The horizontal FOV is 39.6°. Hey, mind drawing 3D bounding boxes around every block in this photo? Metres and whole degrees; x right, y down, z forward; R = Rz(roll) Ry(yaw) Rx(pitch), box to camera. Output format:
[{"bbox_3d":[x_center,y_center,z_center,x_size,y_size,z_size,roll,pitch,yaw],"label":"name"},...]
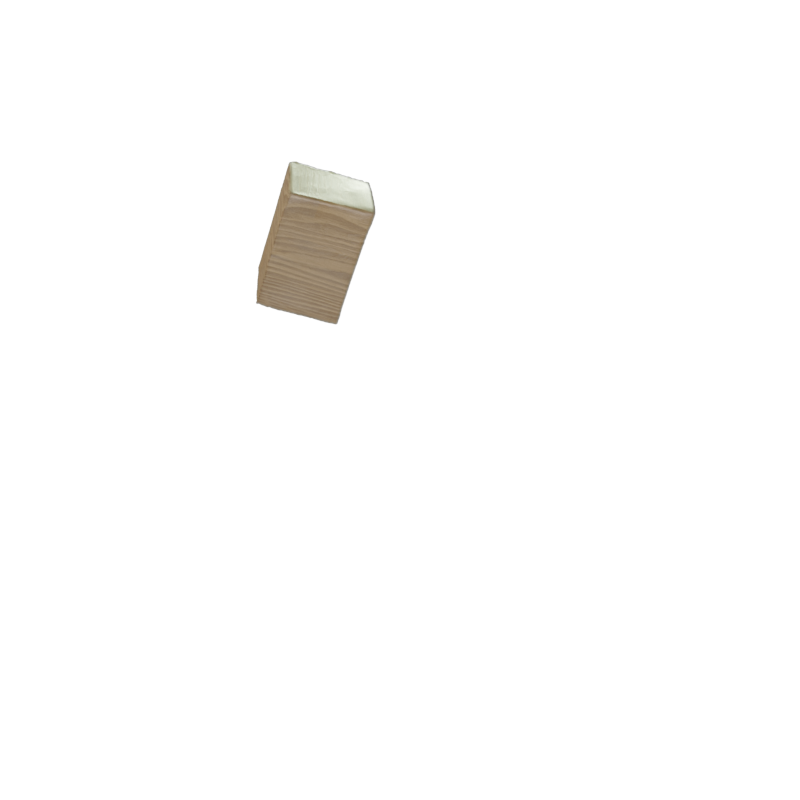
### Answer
[{"bbox_3d":[-0.052,-0.095,0.664,0.052,0.075,0.054,15,28,-11],"label":"block"}]
